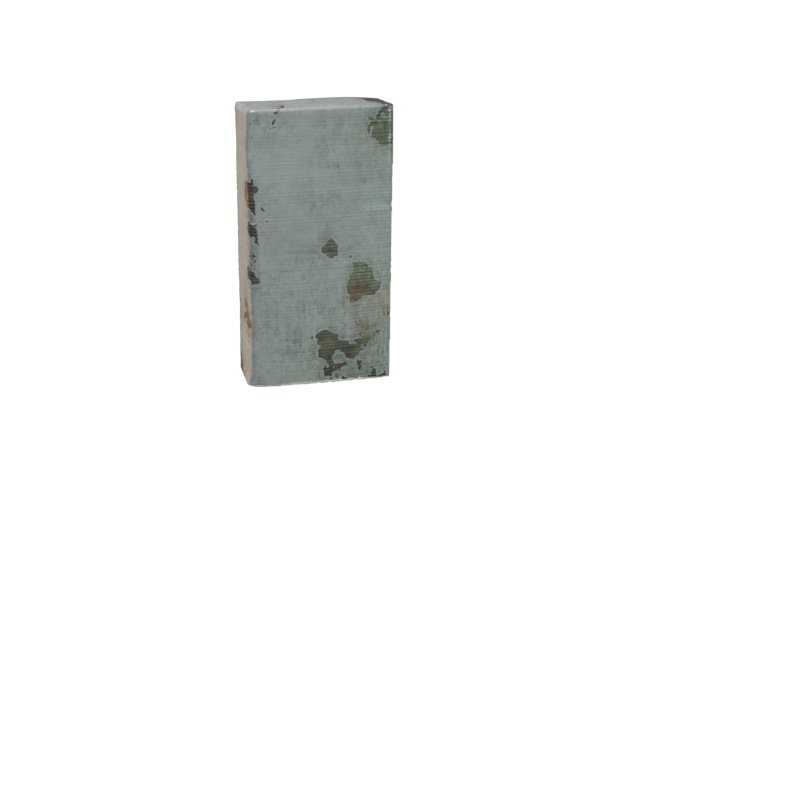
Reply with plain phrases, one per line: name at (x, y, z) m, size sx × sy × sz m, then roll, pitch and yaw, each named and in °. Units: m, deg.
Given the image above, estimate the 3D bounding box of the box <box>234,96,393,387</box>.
box at (-0.054, -0.099, 0.692) m, size 0.092 × 0.171 × 0.050 m, roll -3°, pitch 15°, yaw -15°
